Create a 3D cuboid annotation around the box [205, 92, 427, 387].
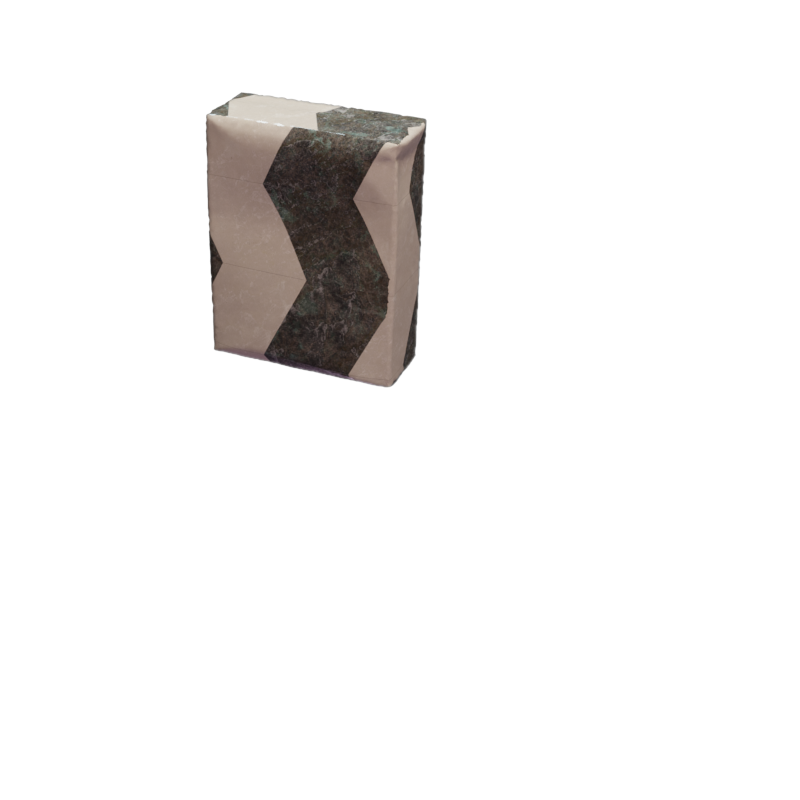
[{"bbox_3d":[-0.070,-0.128,0.895,0.170,0.202,0.073,13,30,20],"label":"box"}]
